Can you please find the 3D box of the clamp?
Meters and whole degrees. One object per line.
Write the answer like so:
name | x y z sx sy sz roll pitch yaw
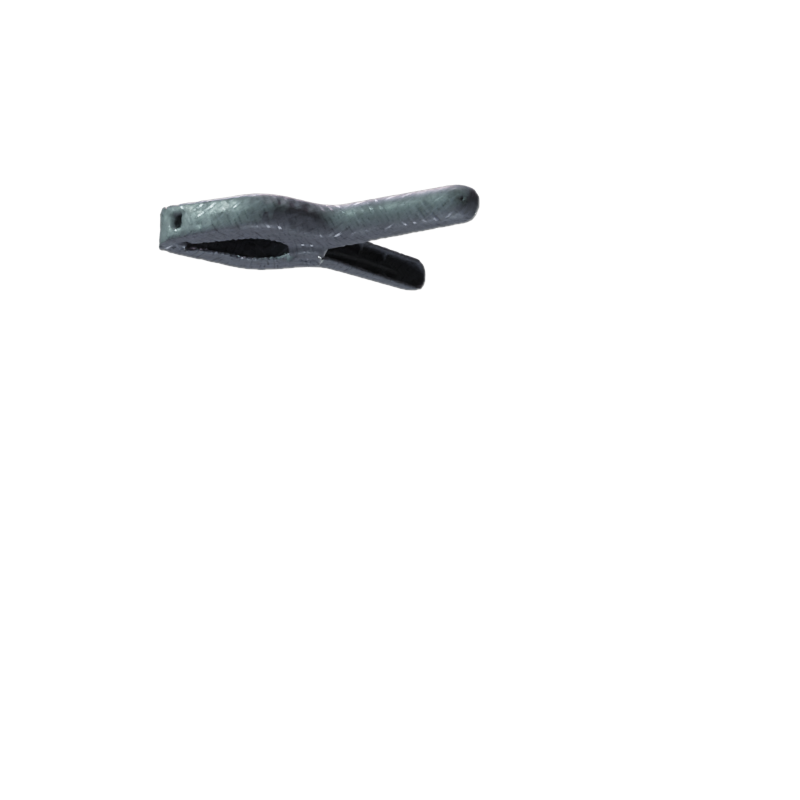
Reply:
clamp | -0.061 -0.111 0.775 0.209 0.038 0.158 1 -14 -2
